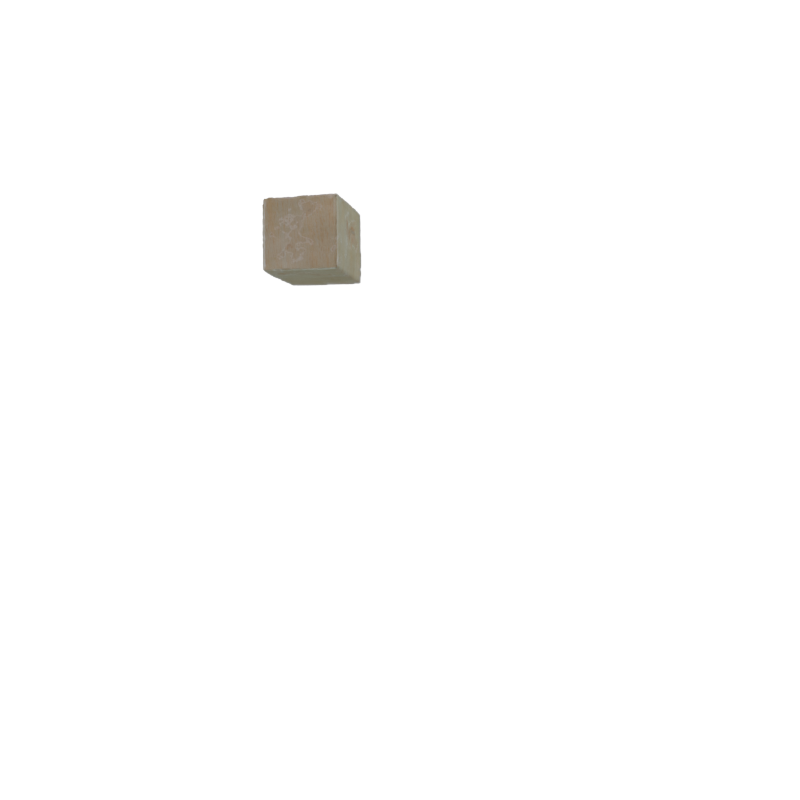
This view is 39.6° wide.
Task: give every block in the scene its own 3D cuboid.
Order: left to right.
[{"bbox_3d":[-0.060,-0.110,0.770,0.053,0.052,0.076,-1,-4,11],"label":"block"}]
